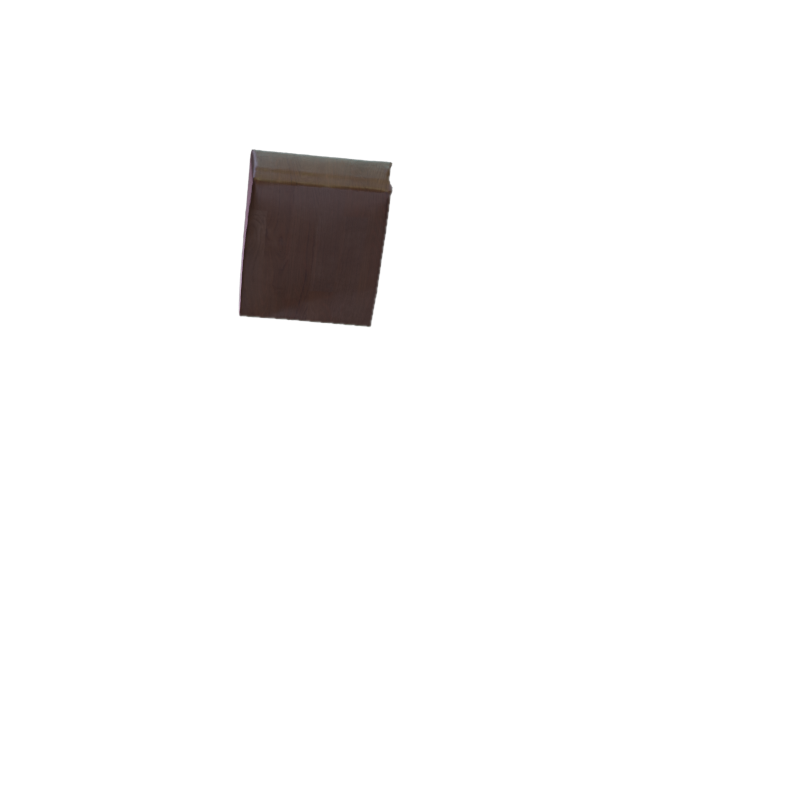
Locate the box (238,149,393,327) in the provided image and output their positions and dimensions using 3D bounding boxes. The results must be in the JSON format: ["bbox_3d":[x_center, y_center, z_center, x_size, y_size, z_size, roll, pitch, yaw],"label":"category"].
[{"bbox_3d":[-0.056,-0.101,0.710,0.089,0.106,0.042,5,41,-5],"label":"box"}]
